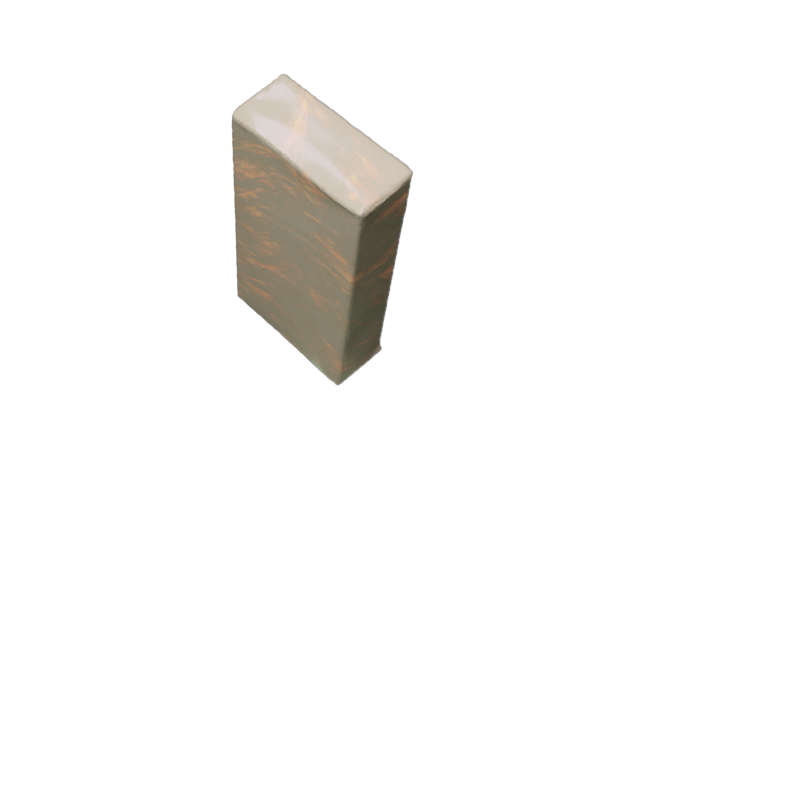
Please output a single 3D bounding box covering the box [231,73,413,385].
[{"bbox_3d":[-0.048,-0.088,0.614,0.049,0.098,0.166,-41,-19,-22],"label":"box"}]
